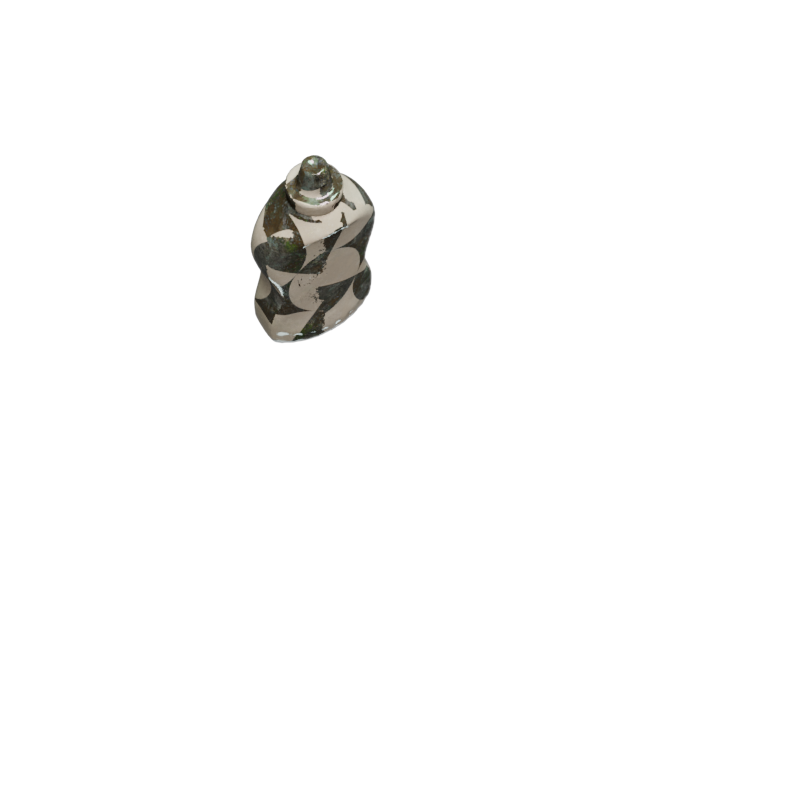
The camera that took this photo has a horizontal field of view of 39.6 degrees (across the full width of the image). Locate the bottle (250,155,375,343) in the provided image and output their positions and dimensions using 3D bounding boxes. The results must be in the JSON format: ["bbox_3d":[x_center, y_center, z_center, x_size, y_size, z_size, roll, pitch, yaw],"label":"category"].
[{"bbox_3d":[-0.065,-0.118,0.829,0.096,0.062,0.180,-27,-23,-17],"label":"bottle"}]
